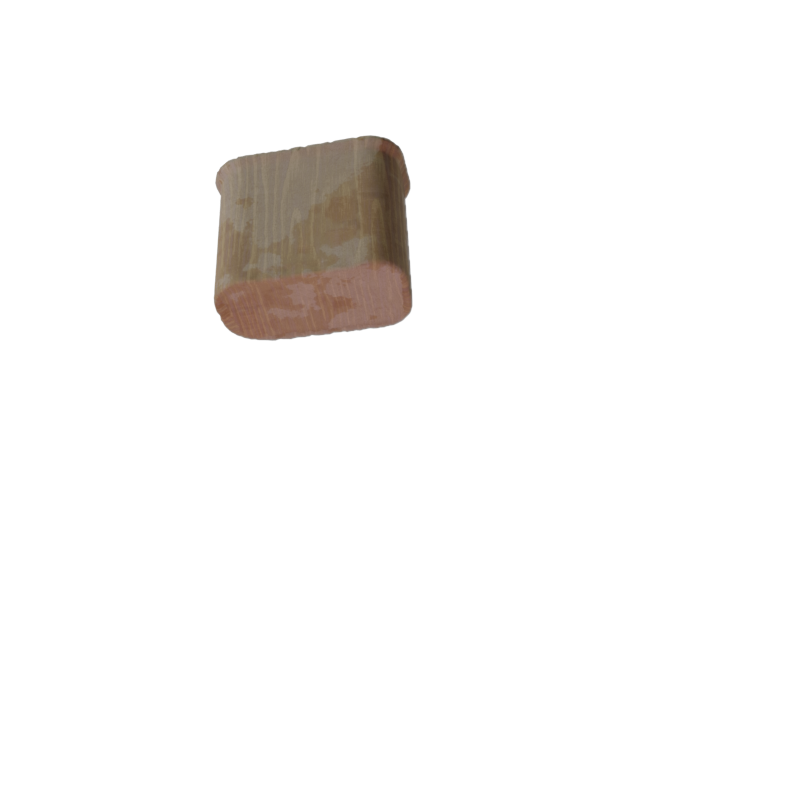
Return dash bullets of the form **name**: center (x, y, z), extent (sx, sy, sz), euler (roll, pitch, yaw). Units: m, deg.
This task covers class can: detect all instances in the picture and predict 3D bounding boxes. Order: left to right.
- **can**: center (-0.045, -0.081, 0.568), extent (0.103, 0.090, 0.053), euler (-8, -37, 9)
